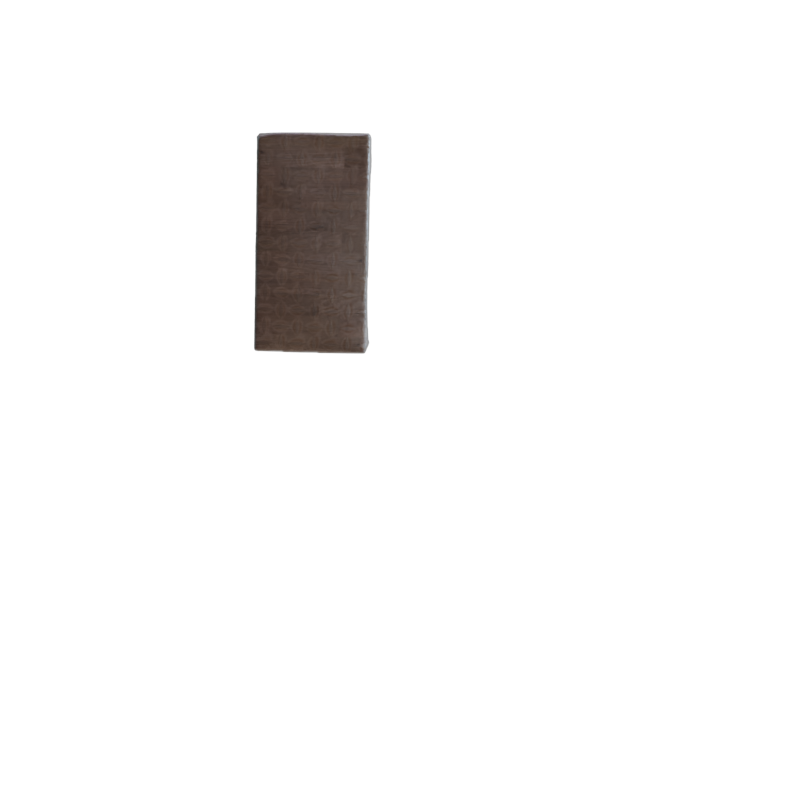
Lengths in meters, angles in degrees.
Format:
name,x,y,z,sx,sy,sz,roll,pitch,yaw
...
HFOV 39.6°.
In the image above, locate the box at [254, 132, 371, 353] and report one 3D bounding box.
name,x,y,z,sx,sy,sz,roll,pitch,yaw
box,-0.071,-0.128,0.900,0.094,0.174,0.048,1,6,3
